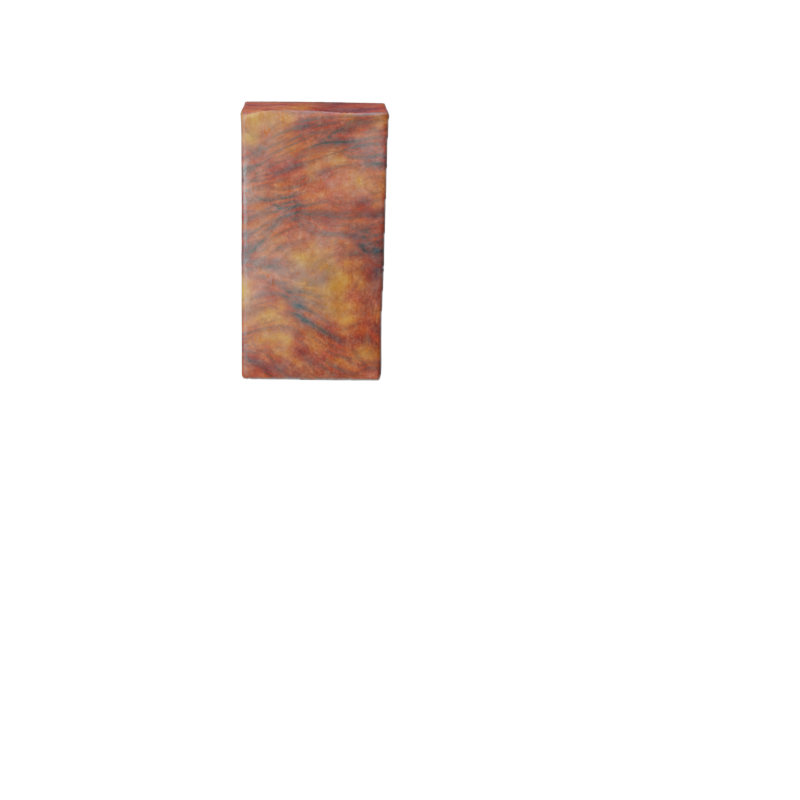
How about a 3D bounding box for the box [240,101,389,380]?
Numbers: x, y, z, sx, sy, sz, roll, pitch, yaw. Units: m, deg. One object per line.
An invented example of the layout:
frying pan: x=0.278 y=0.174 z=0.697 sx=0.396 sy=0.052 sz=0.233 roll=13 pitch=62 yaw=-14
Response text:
box: x=-0.056 y=-0.101 z=0.712 sx=0.093 sy=0.169 sz=0.050 roll=1 pitch=19 yaw=-1
